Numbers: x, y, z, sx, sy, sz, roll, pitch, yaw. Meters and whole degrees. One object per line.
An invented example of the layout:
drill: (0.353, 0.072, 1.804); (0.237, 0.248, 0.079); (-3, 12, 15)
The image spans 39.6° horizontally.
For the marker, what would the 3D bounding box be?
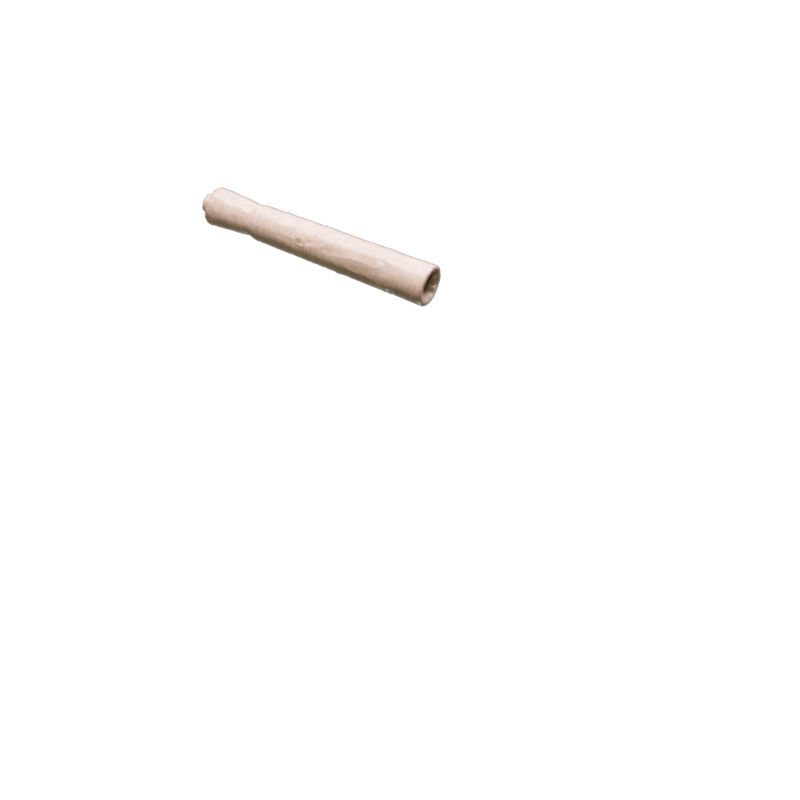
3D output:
marker: (-0.039, -0.071, 0.500); (0.127, 0.019, 0.019); (24, 14, 26)
